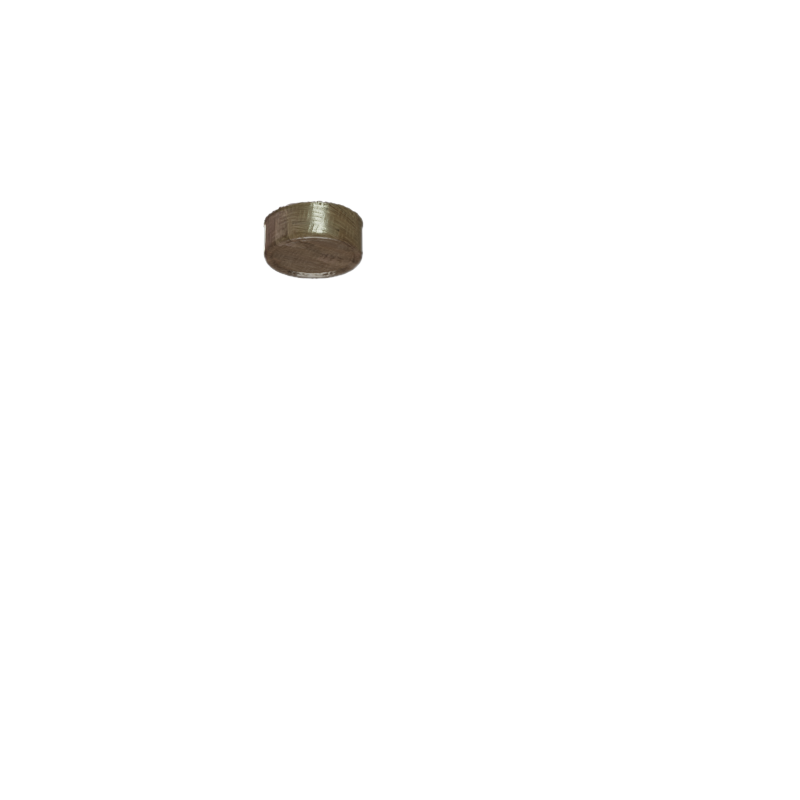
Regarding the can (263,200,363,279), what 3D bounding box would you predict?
[{"bbox_3d":[-0.074,-0.135,0.947,0.086,0.035,0.082,0,-21,-2],"label":"can"}]
